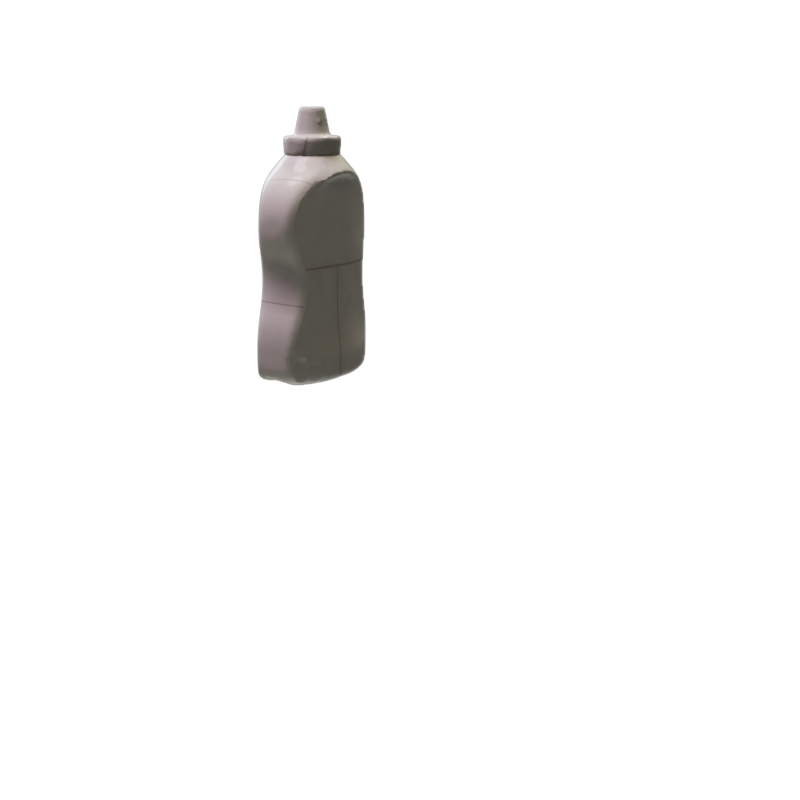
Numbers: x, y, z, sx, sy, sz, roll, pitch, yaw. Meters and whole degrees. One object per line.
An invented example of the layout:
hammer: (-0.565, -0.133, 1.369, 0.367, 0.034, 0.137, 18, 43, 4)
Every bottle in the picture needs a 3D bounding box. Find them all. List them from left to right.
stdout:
bottle: (-0.062, -0.113, 0.792, 0.061, 0.188, 0.094, 7, 11, 35)
